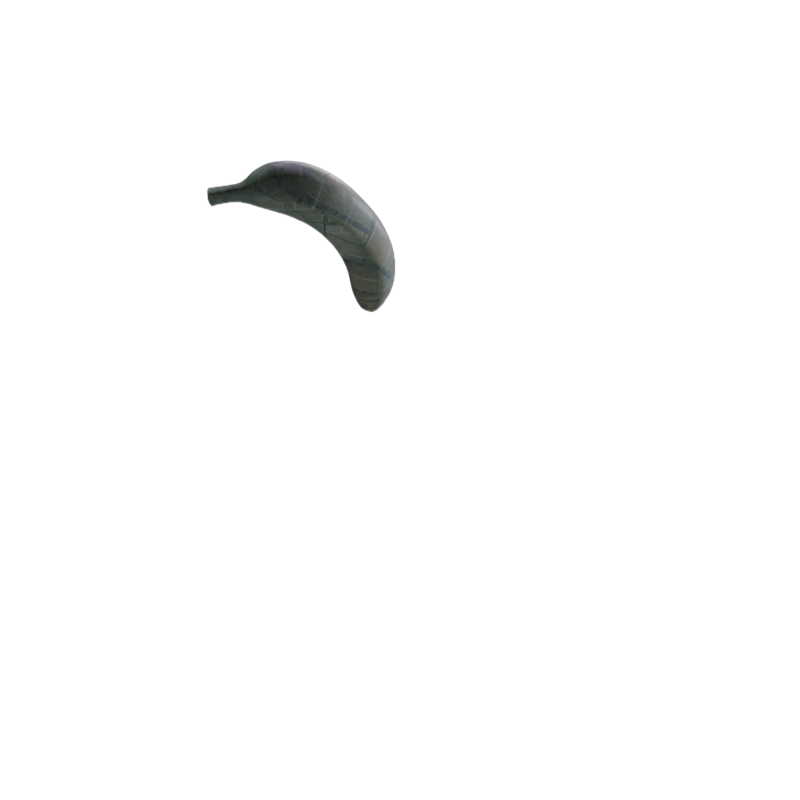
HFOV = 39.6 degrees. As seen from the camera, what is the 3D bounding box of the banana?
[{"bbox_3d":[-0.048,-0.118,0.774,0.070,0.039,0.184,-18,-32,30],"label":"banana"}]
